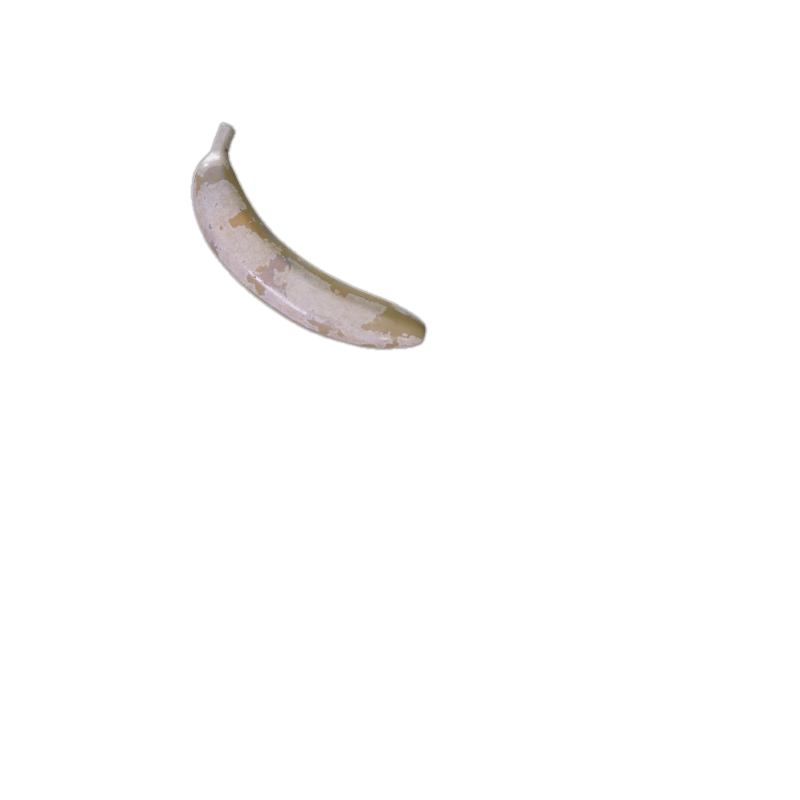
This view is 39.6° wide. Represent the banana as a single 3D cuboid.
[{"bbox_3d":[-0.072,-0.093,0.715,0.070,0.202,0.036,-42,-8,-7],"label":"banana"}]
